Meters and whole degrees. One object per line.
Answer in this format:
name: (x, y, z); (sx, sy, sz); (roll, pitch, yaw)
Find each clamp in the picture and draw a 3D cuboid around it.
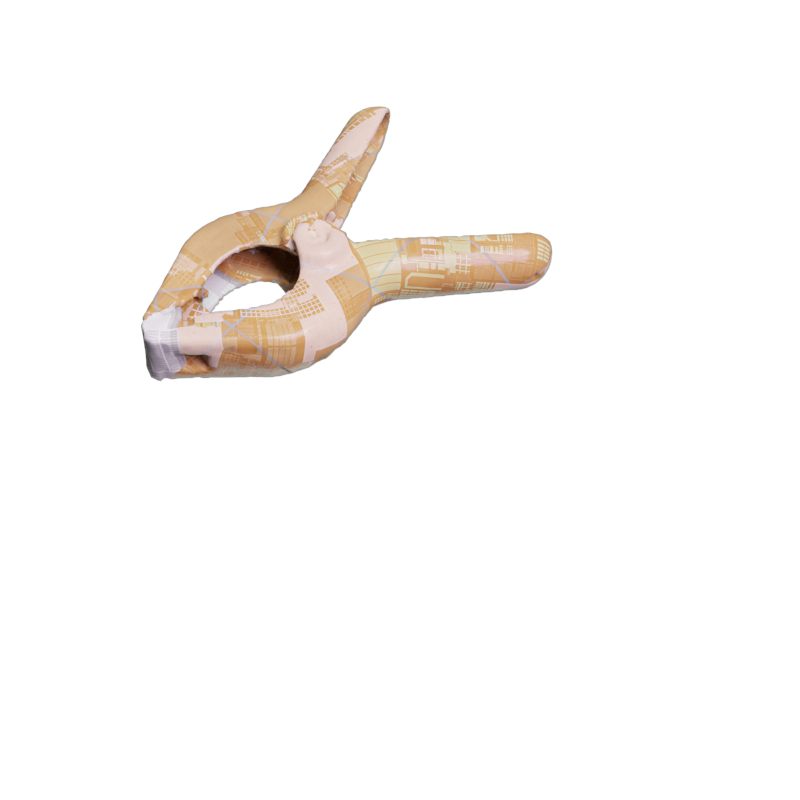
clamp: (-0.037, -0.067, 0.468); (0.170, 0.036, 0.130); (-22, 49, -21)
